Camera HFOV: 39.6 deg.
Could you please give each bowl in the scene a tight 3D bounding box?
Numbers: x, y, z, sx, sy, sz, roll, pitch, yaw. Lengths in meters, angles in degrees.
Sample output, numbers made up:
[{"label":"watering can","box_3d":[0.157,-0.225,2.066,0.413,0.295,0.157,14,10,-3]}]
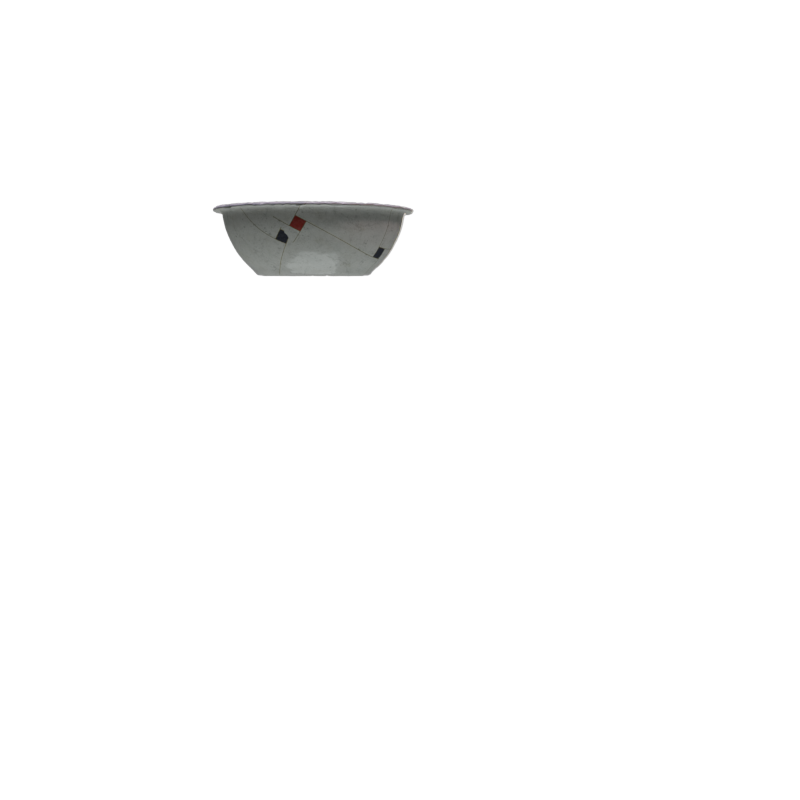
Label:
[{"label":"bowl","box_3d":[-0.070,-0.128,0.895,0.162,0.055,0.163,0,5,-2]}]
